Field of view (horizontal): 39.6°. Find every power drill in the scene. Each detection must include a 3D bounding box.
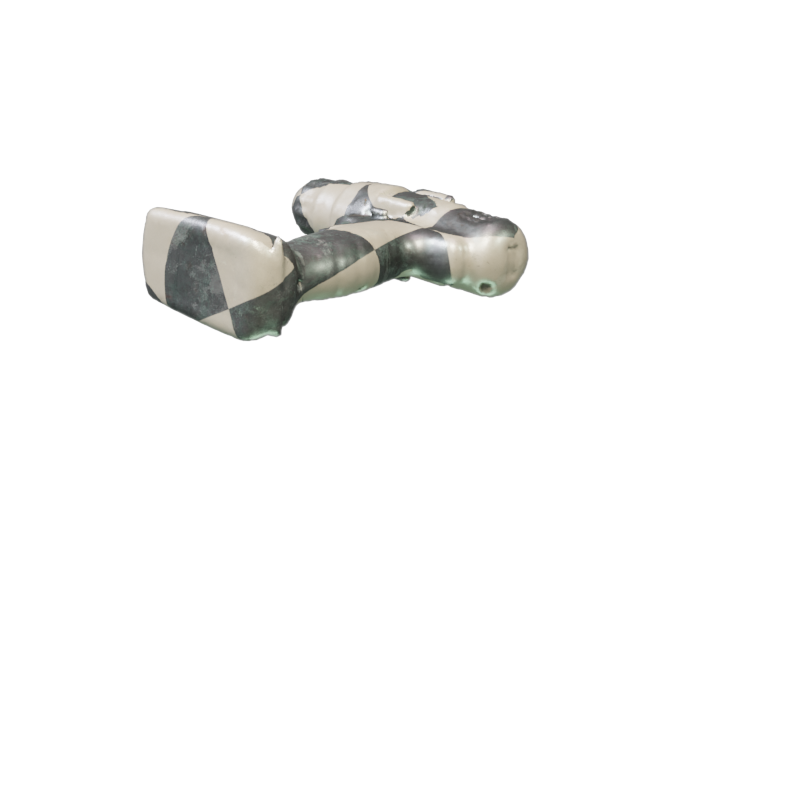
[{"bbox_3d":[-0.050,-0.091,0.637,0.184,0.055,0.196,-17,26,-39],"label":"power drill"}]
